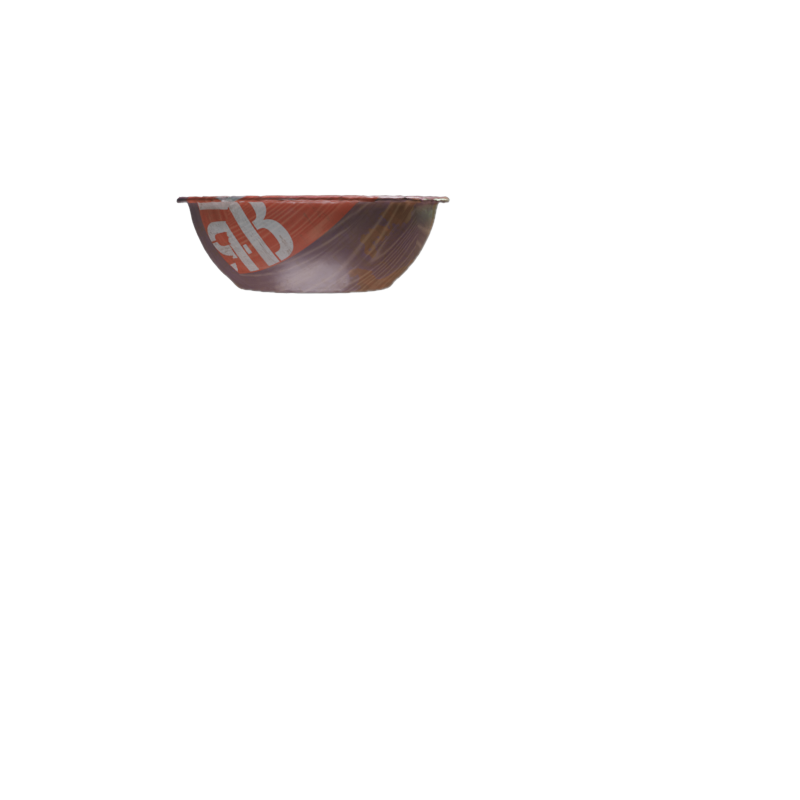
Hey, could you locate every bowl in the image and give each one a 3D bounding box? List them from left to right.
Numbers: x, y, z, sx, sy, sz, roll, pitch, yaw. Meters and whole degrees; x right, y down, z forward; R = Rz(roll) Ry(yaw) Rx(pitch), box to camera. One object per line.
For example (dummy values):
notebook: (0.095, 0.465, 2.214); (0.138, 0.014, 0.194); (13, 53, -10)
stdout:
bowl: (-0.052, -0.094, 0.660); (0.162, 0.054, 0.165); (0, 9, -2)
